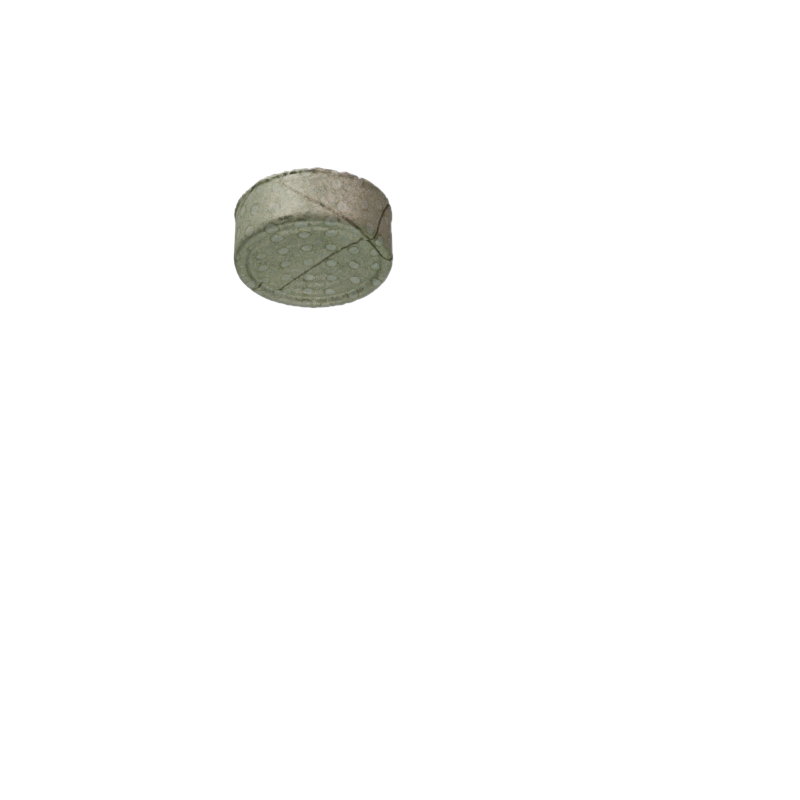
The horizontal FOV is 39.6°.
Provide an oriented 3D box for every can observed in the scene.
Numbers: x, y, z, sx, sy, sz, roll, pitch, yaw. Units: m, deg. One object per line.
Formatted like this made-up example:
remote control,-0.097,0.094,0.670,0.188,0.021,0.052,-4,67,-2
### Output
can,-0.046,-0.085,0.593,0.086,0.036,0.081,1,-30,-2
